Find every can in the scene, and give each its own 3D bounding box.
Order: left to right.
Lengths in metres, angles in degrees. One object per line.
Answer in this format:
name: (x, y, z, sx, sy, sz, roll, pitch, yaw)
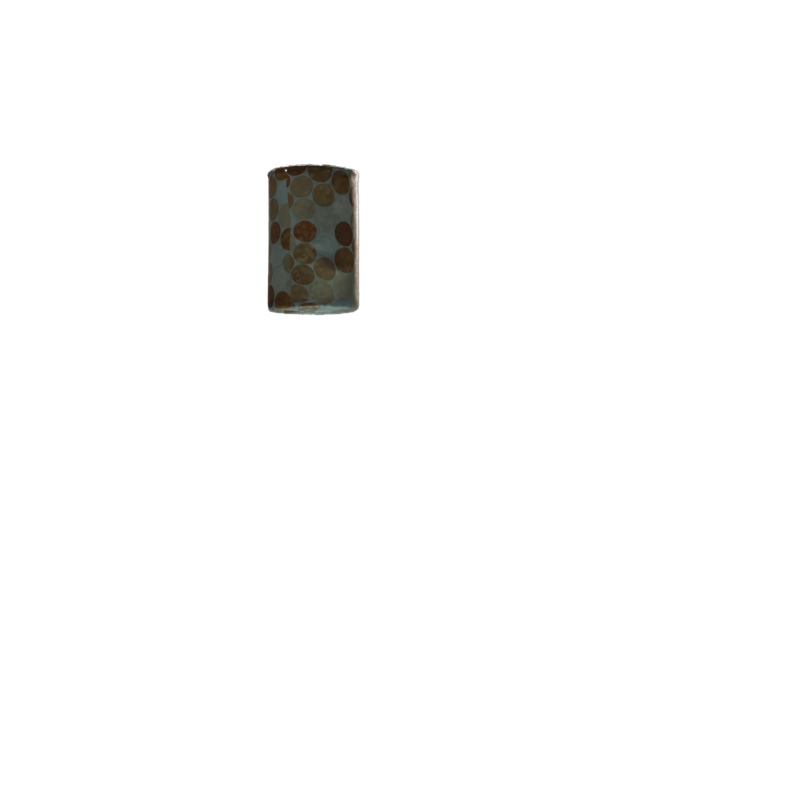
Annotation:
can: (-0.063, -0.116, 0.809, 0.068, 0.104, 0.068, 0, -6, -2)
